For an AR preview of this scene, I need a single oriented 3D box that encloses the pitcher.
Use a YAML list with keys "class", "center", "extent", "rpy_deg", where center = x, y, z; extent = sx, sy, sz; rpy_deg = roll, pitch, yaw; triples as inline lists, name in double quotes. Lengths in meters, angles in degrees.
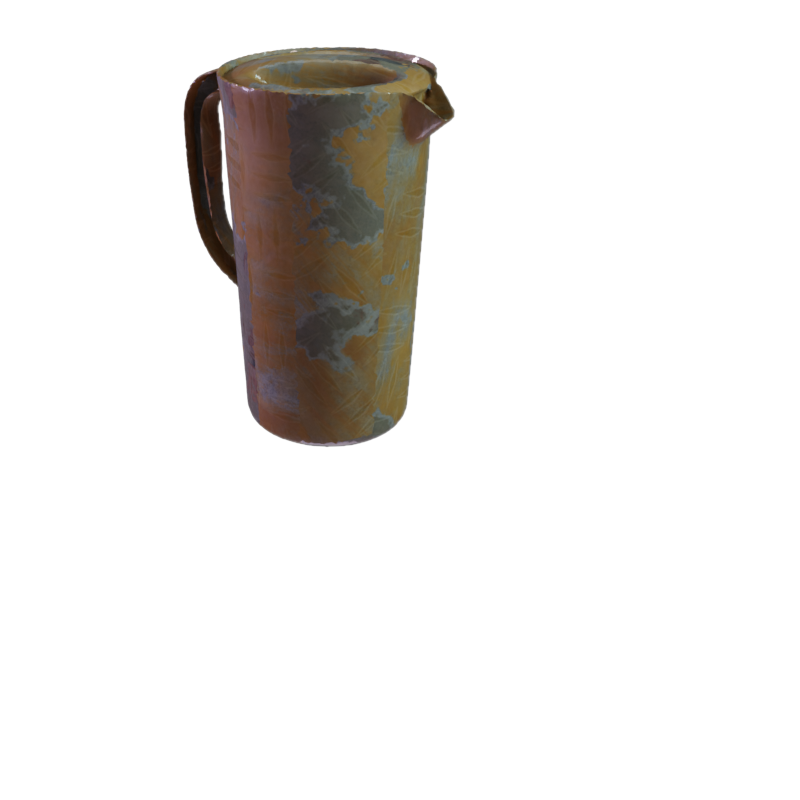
- class: "pitcher"
  center: [-0.056, -0.102, 0.713]
  extent: [0.143, 0.231, 0.159]
  rpy_deg: [-5, 25, -15]
